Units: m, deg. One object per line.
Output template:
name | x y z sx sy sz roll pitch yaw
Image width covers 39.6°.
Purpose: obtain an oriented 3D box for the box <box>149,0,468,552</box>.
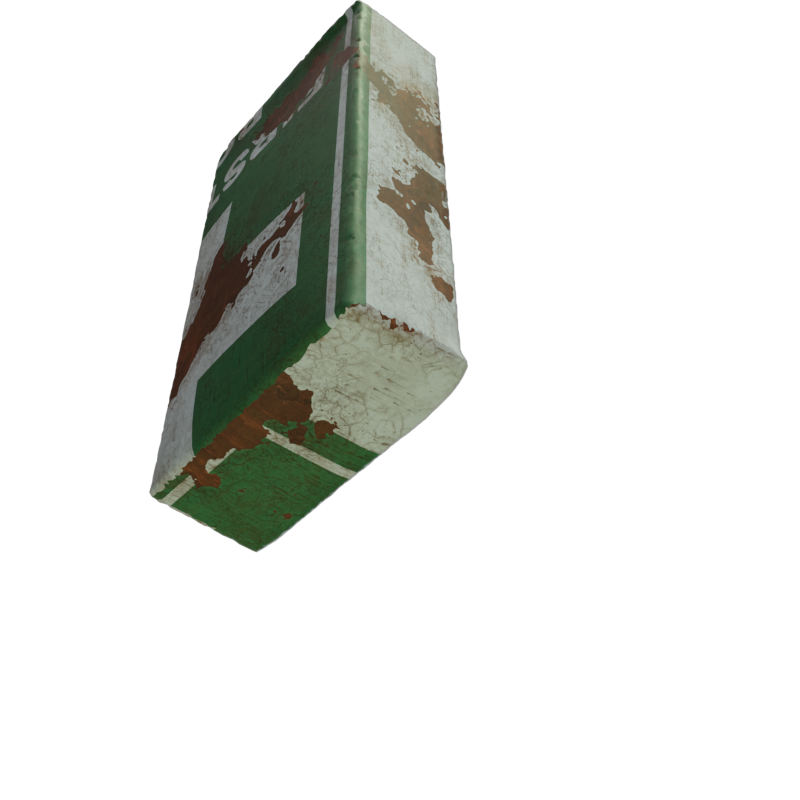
box | -0.029 -0.051 0.360 0.045 0.189 0.092 31 -57 -28
